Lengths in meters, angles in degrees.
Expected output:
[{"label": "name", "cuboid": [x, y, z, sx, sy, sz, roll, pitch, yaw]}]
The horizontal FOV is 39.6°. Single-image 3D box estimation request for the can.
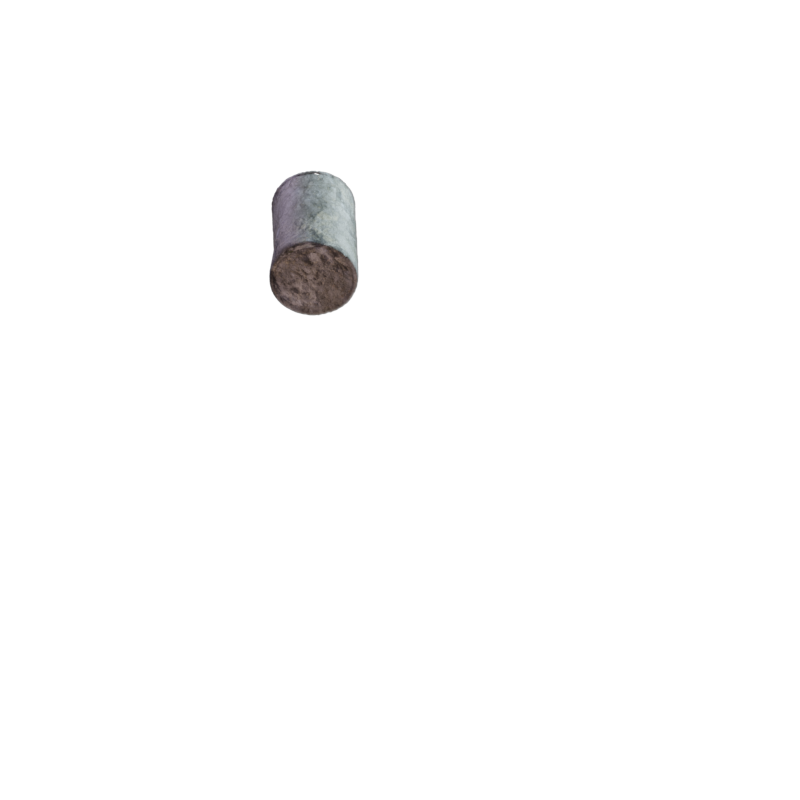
[{"label": "can", "cuboid": [-0.067, -0.122, 0.855, 0.068, 0.064, 0.109, -1, 39, -3]}]
